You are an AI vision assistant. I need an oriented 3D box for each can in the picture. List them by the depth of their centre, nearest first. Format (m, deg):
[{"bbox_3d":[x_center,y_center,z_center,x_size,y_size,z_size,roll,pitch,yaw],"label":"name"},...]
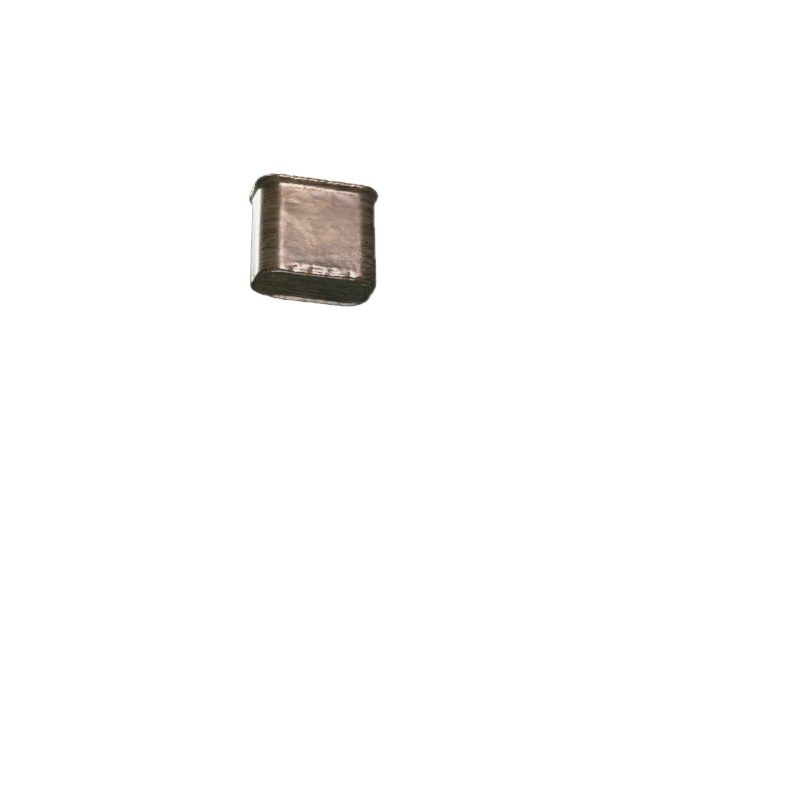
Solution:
[{"bbox_3d":[-0.068,-0.125,0.876,0.100,0.089,0.056,5,-25,-15],"label":"can"}]
